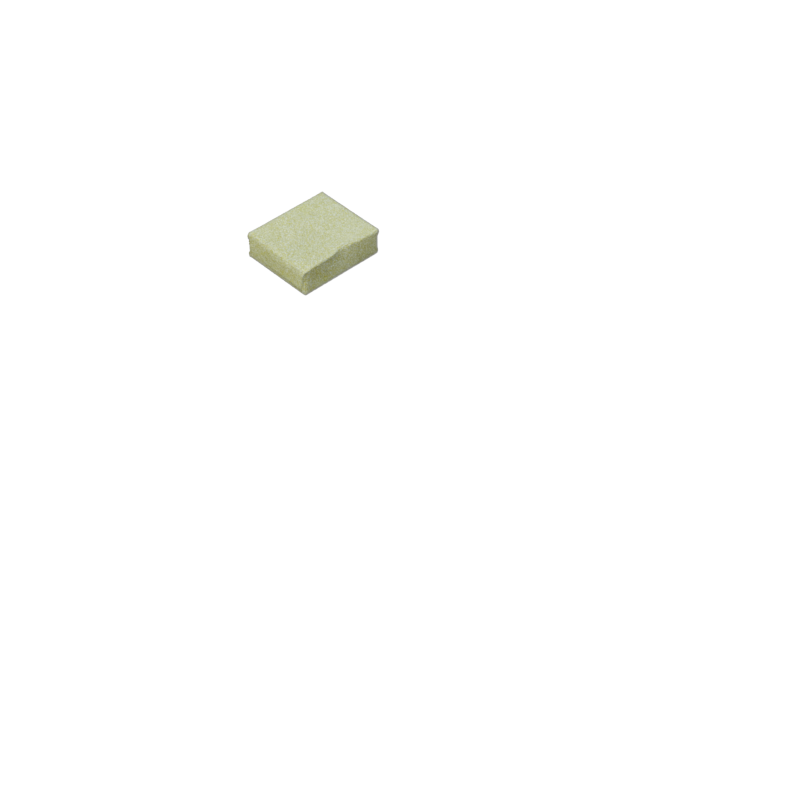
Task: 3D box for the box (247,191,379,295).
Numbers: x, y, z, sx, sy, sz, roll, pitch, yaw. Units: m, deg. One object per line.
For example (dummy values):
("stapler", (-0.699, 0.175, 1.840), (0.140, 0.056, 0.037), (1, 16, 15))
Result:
("box", (-0.074, -0.135, 0.950), (0.089, 0.028, 0.078), (-33, 53, -30))
